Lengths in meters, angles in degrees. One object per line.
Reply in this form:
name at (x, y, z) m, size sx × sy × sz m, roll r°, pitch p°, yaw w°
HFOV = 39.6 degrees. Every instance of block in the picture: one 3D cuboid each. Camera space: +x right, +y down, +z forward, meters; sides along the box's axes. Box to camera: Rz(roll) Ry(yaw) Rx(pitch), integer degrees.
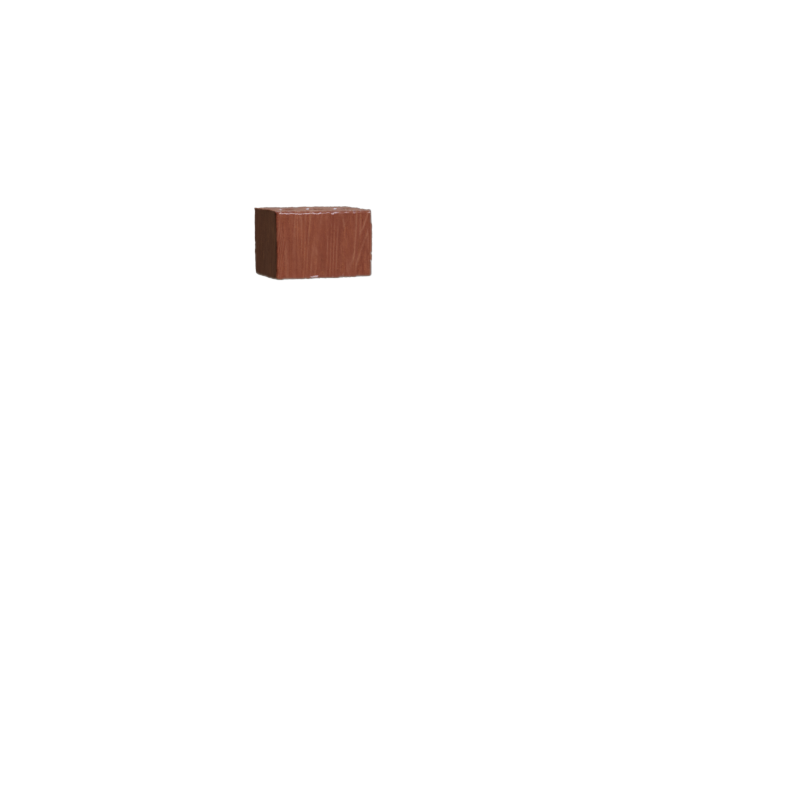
block at (-0.065, -0.119, 0.832) m, size 0.076 × 0.051 × 0.055 m, roll -4°, pitch 9°, yaw -22°
